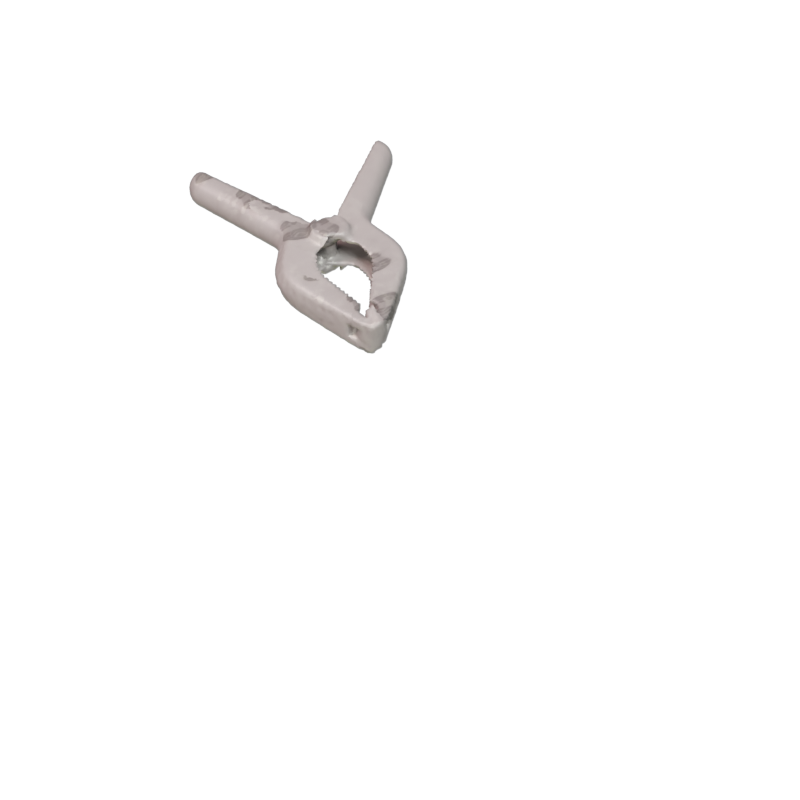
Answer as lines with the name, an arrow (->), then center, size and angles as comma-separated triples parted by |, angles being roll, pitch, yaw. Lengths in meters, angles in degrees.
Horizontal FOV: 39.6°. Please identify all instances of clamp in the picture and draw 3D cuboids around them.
clamp -> -0.064, -0.116, 0.812 | 0.163, 0.034, 0.227 | -9, 46, -9
